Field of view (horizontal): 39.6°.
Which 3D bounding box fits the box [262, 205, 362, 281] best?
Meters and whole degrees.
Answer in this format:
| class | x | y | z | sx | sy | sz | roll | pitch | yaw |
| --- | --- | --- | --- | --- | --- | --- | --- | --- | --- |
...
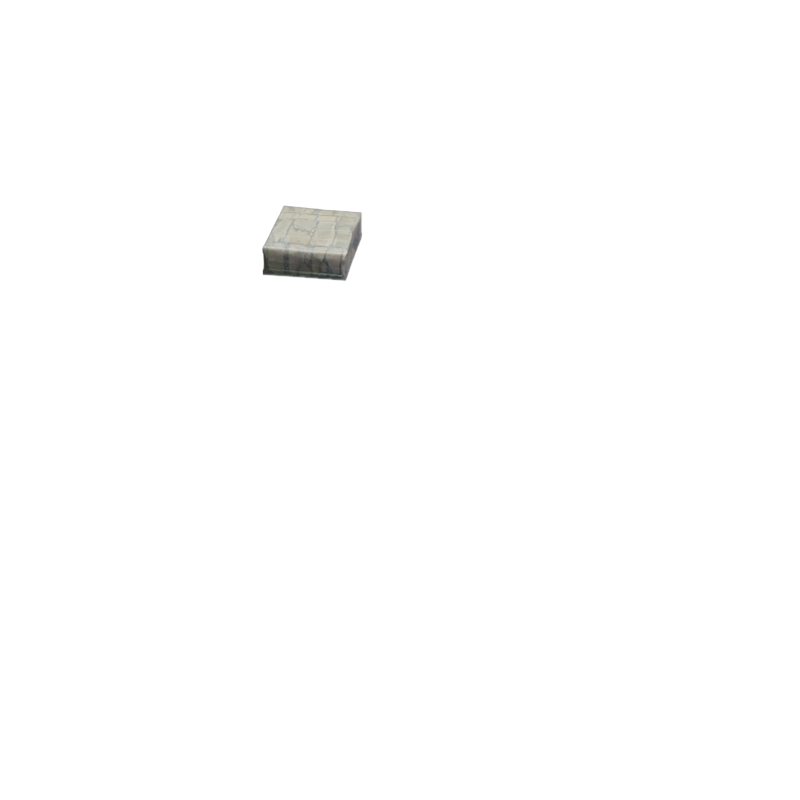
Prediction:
| class | x | y | z | sx | sy | sz | roll | pitch | yaw |
| --- | --- | --- | --- | --- | --- | --- | --- | --- | --- |
| box | -0.076 | -0.138 | 0.969 | 0.074 | 0.028 | 0.094 | 5 | 32 | 7 |
